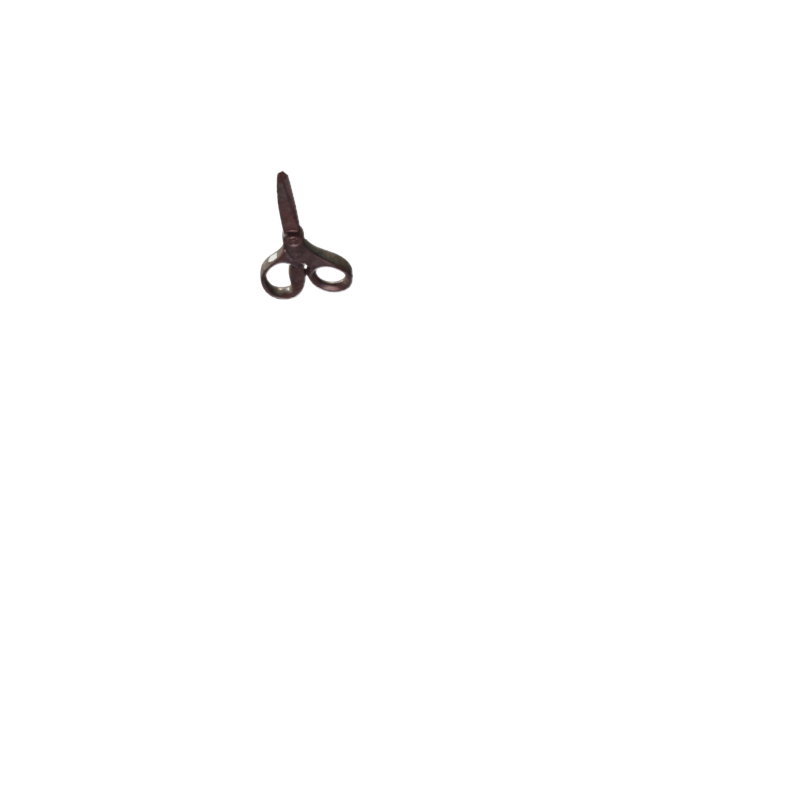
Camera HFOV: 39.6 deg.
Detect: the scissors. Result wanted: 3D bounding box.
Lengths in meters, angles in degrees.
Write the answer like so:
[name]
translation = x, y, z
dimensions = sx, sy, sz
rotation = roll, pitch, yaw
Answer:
[scissors]
translation = -0.078, -0.142, 0.992
dimensions = 0.094, 0.017, 0.193
rotation = 6, -26, -13
